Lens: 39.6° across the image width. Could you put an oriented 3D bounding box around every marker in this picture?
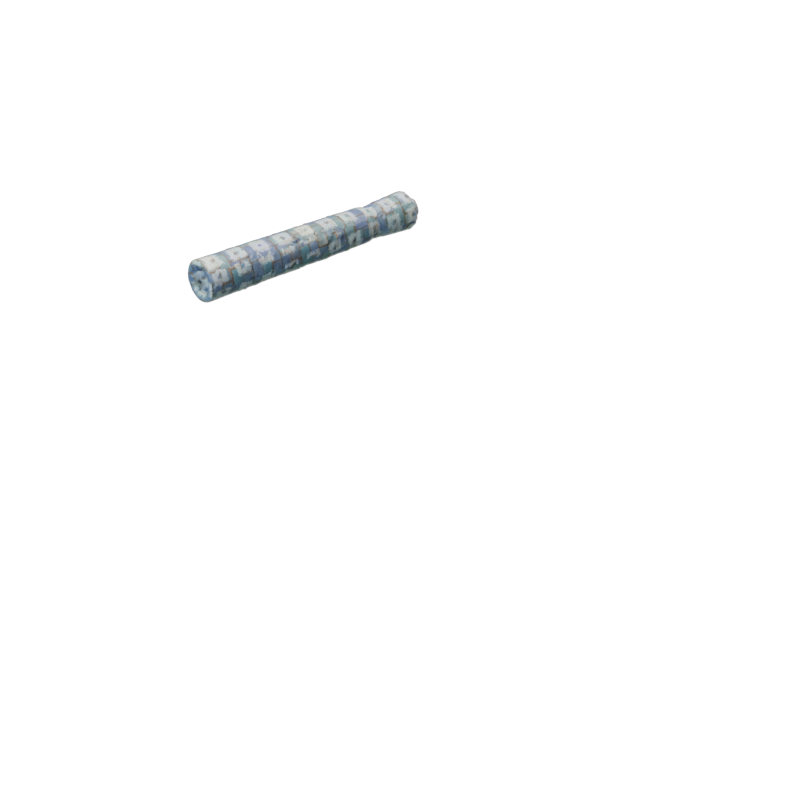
[{"bbox_3d":[-0.038,-0.070,0.492,0.120,0.019,0.021,-25,18,-35],"label":"marker"}]
